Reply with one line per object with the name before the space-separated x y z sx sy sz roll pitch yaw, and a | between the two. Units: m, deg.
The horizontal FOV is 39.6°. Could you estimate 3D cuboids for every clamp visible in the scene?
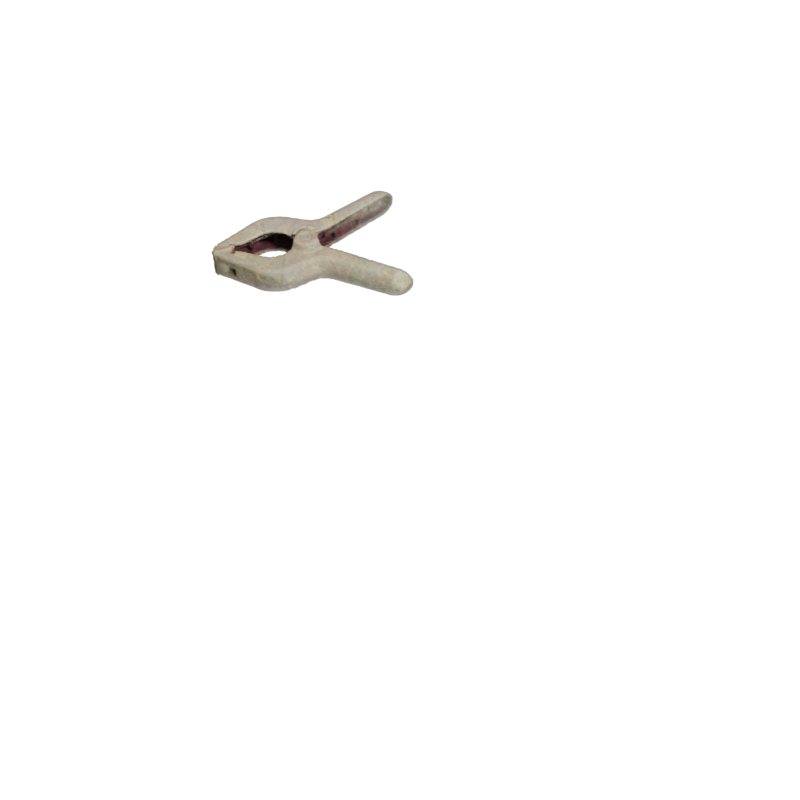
clamp | -0.076 -0.138 0.968 0.172 0.037 0.128 1 42 1
